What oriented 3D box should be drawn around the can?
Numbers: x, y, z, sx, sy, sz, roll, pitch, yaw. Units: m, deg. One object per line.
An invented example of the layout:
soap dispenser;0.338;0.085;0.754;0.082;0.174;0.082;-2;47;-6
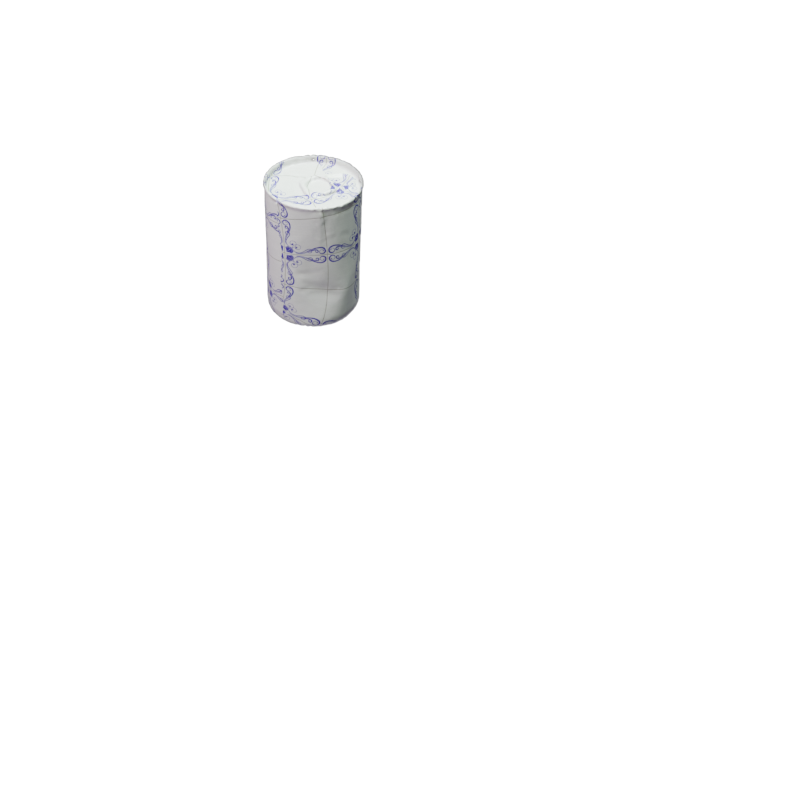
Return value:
can;-0.061;-0.111;0.777;0.068;0.095;0.073;0;39;-3
